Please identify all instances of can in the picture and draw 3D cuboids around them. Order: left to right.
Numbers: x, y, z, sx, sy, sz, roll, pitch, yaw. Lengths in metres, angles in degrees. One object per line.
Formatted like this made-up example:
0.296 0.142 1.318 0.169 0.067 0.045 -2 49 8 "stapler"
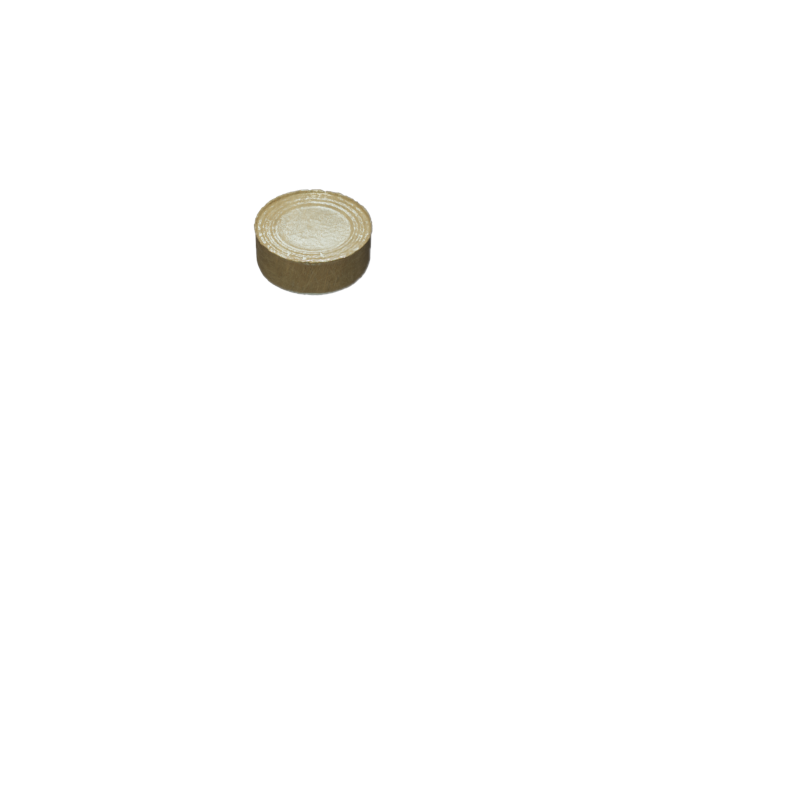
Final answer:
-0.063 -0.116 0.810 0.086 0.031 0.092 -1 43 -2 "can"
